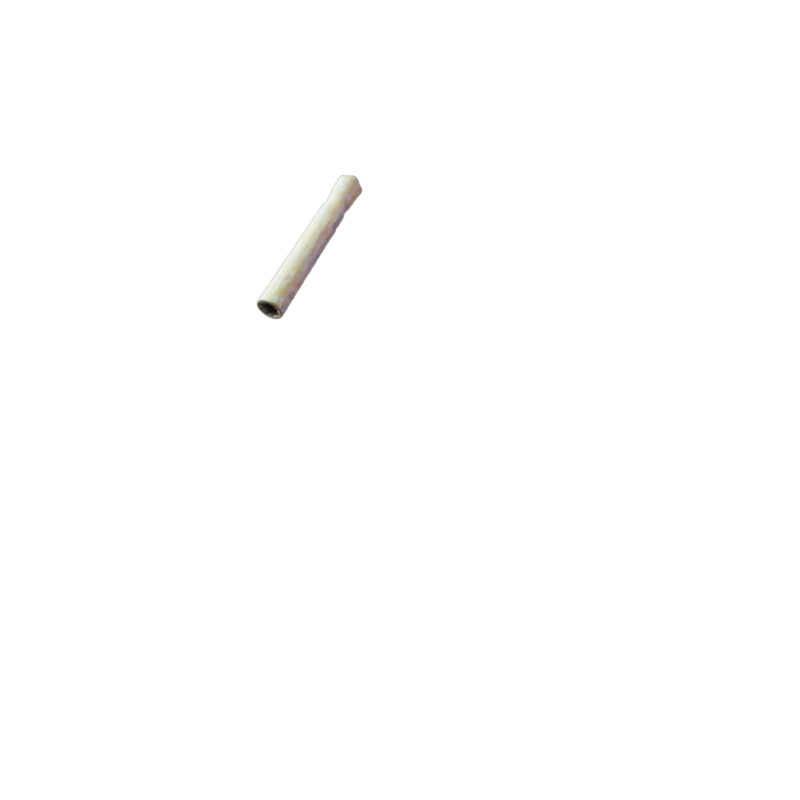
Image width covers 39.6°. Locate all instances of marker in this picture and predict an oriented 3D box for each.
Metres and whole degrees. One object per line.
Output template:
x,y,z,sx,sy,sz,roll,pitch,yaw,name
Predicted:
-0.057,-0.103,0.723,0.020,0.125,0.018,21,-32,12,marker
